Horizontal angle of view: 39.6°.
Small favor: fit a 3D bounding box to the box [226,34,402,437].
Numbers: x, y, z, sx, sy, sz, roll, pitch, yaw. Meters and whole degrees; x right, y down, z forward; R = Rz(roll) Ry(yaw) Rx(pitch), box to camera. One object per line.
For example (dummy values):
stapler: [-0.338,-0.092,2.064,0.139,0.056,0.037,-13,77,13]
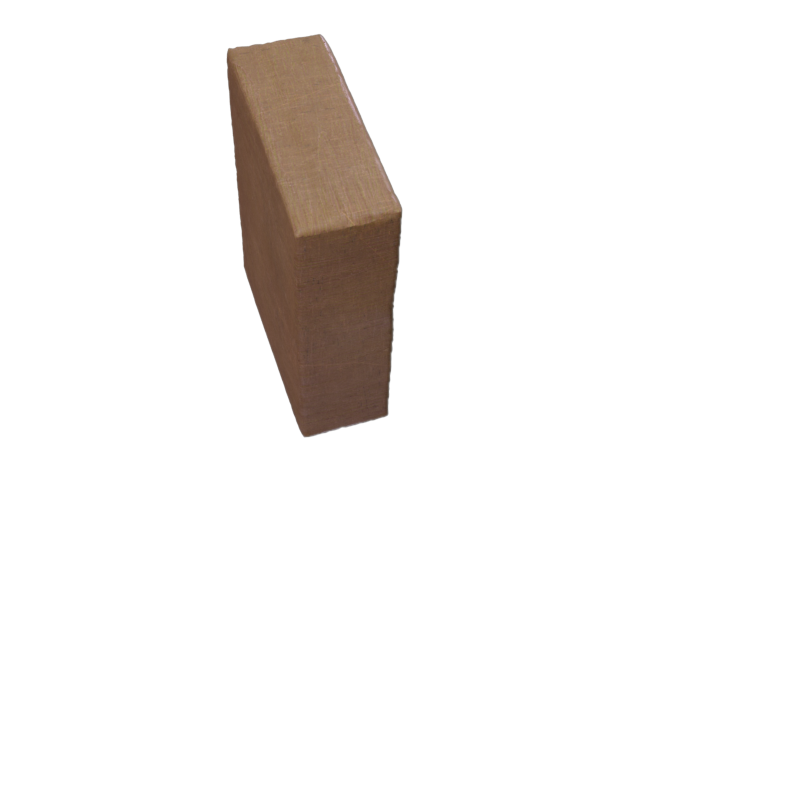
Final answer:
box: [-0.057,-0.103,0.724,0.071,0.177,0.200,-13,-35,-13]
